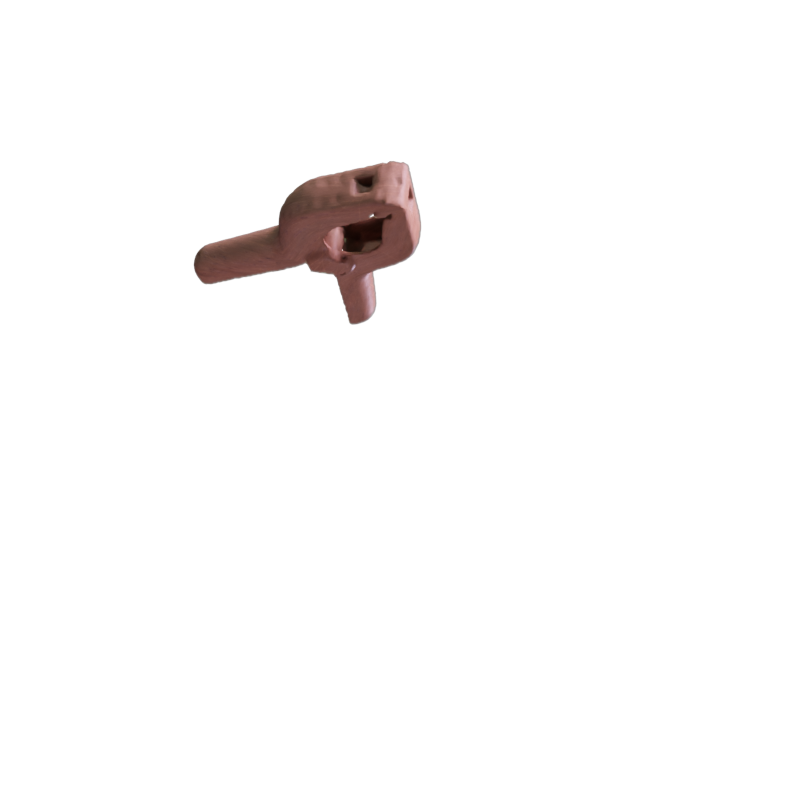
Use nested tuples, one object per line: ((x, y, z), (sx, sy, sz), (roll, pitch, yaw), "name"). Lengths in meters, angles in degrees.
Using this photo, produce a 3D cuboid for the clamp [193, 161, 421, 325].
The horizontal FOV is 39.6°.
((-0.050, -0.091, 0.640), (0.117, 0.041, 0.166), (7, -22, -17), "clamp")
